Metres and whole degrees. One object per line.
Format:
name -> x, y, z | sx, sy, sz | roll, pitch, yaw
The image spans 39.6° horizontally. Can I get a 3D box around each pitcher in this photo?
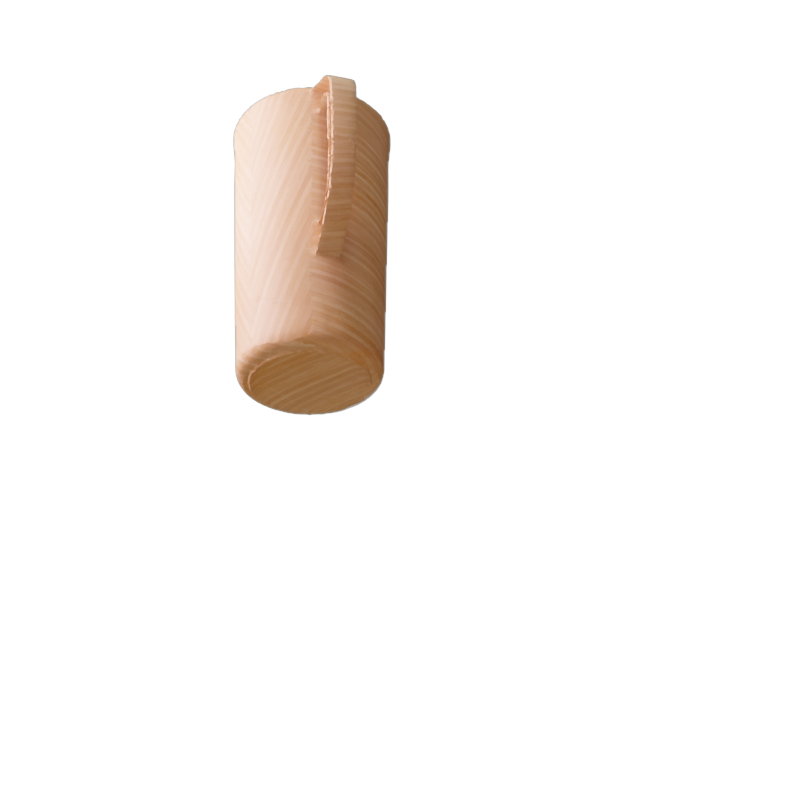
pitcher -> -0.067, -0.123, 0.858 | 0.146, 0.260, 0.138 | -19, -38, 22
